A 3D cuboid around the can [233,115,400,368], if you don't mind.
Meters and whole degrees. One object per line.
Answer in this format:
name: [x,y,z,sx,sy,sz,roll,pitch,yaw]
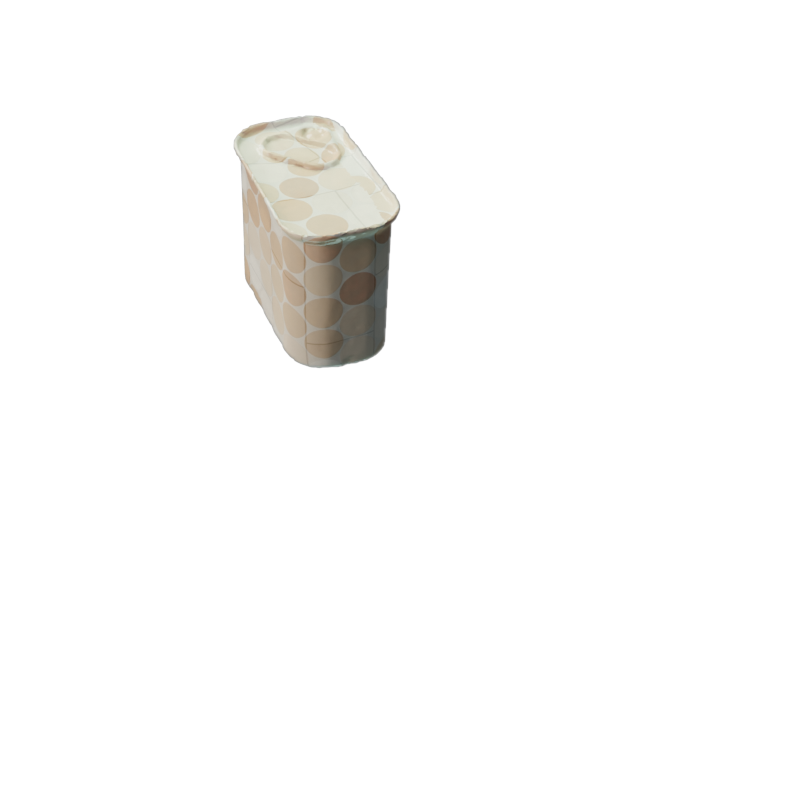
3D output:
can: [-0.043,-0.078,0.545,0.057,0.078,0.110,-14,43,-18]
